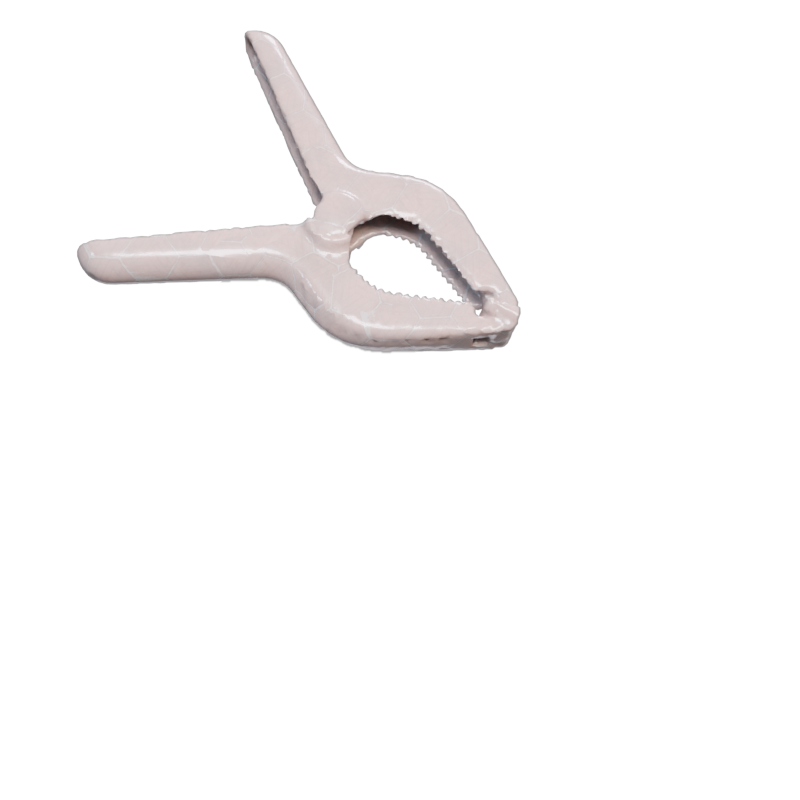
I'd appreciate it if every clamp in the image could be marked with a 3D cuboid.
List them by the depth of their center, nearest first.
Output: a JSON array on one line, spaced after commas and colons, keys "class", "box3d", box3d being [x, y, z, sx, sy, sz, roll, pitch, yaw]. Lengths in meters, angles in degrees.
[{"class": "clamp", "box3d": [-0.043, -0.079, 0.551, 0.217, 0.167, 0.034, 35, -19, 14]}]
